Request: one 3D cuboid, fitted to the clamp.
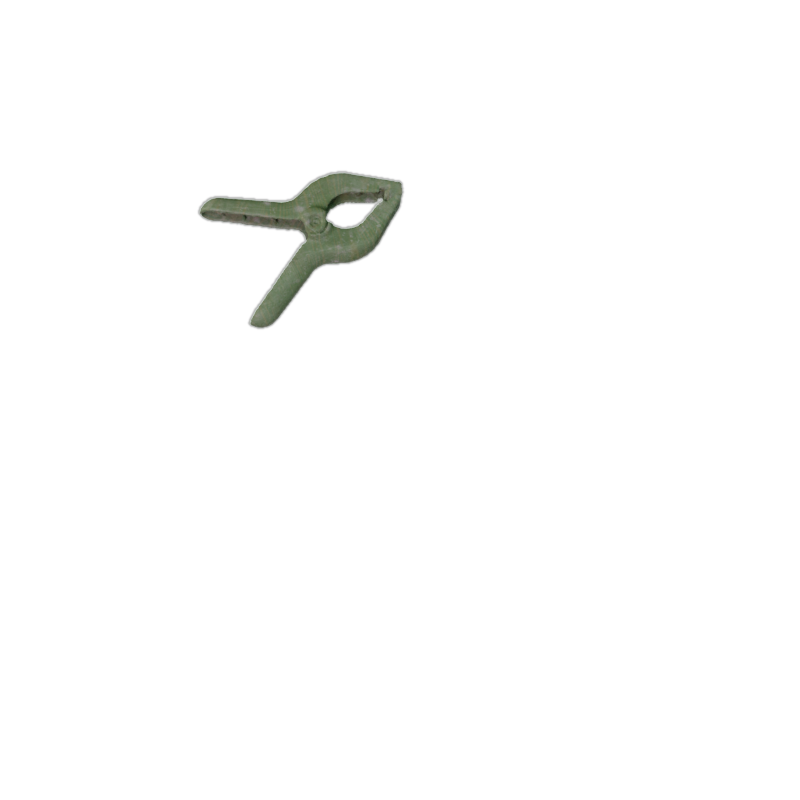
[{"bbox_3d":[-0.073,-0.133,0.932,0.171,0.124,0.038,-16,-12,-4],"label":"clamp"}]
